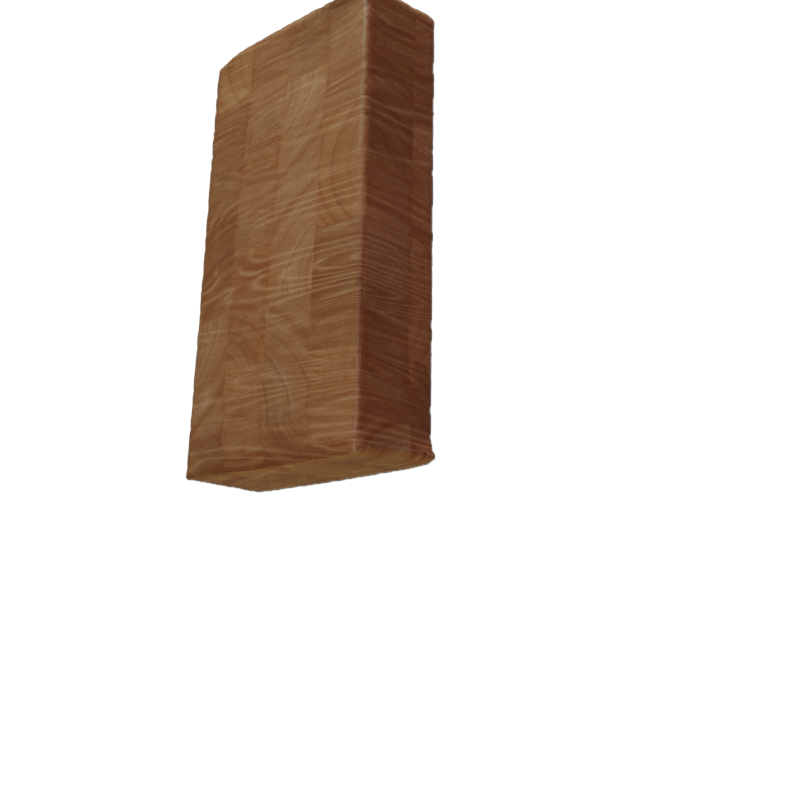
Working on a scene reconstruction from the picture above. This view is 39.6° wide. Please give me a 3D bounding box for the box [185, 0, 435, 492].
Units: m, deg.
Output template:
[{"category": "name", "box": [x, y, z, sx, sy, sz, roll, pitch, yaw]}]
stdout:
[{"category": "box", "box": [-0.033, -0.060, 0.419, 0.095, 0.184, 0.045, -18, -25, 41]}]
